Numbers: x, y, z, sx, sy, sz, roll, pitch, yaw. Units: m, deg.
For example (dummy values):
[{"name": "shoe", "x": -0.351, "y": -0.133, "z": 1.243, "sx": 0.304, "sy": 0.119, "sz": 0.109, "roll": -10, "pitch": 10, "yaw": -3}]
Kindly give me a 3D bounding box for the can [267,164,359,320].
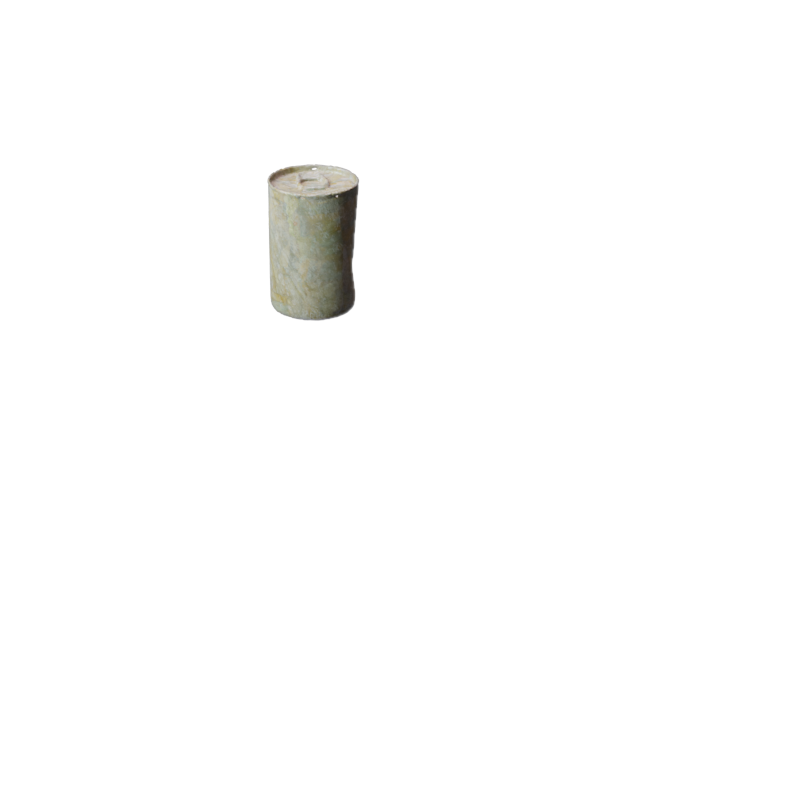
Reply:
[{"name": "can", "x": -0.066, "y": -0.120, "z": 0.841, "sx": 0.068, "sy": 0.097, "sz": 0.072, "roll": 0, "pitch": 26, "yaw": -2}]
